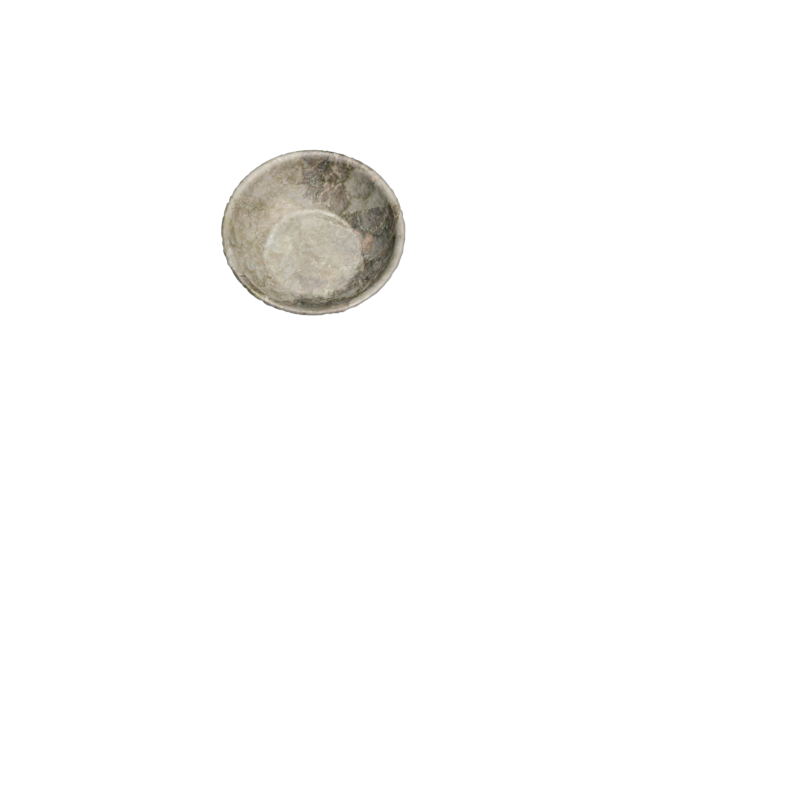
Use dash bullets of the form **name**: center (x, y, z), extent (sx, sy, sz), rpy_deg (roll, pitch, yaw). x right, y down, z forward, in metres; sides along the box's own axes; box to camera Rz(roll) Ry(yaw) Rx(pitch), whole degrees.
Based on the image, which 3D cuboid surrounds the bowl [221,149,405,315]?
- **bowl**: center (-0.078, -0.142, 0.994), extent (0.162, 0.171, 0.052), rpy_deg (-1, -23, -1)
